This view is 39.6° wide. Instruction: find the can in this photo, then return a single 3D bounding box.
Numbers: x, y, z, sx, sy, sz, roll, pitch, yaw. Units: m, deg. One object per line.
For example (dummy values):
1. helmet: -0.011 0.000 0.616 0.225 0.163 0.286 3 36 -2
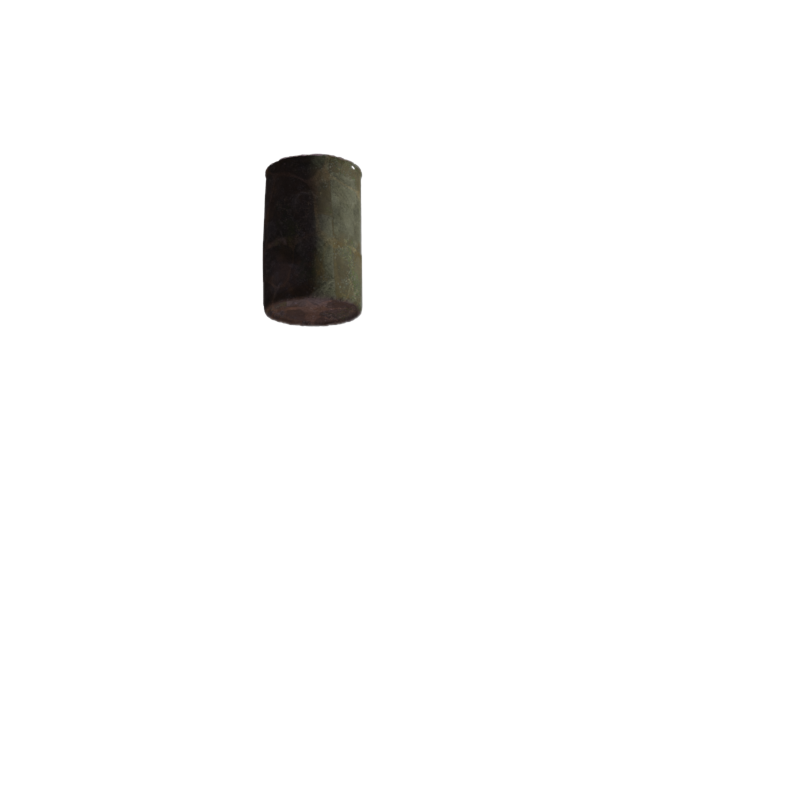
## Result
1. can: -0.059 -0.108 0.755 0.068 0.107 0.066 0 -18 -2
